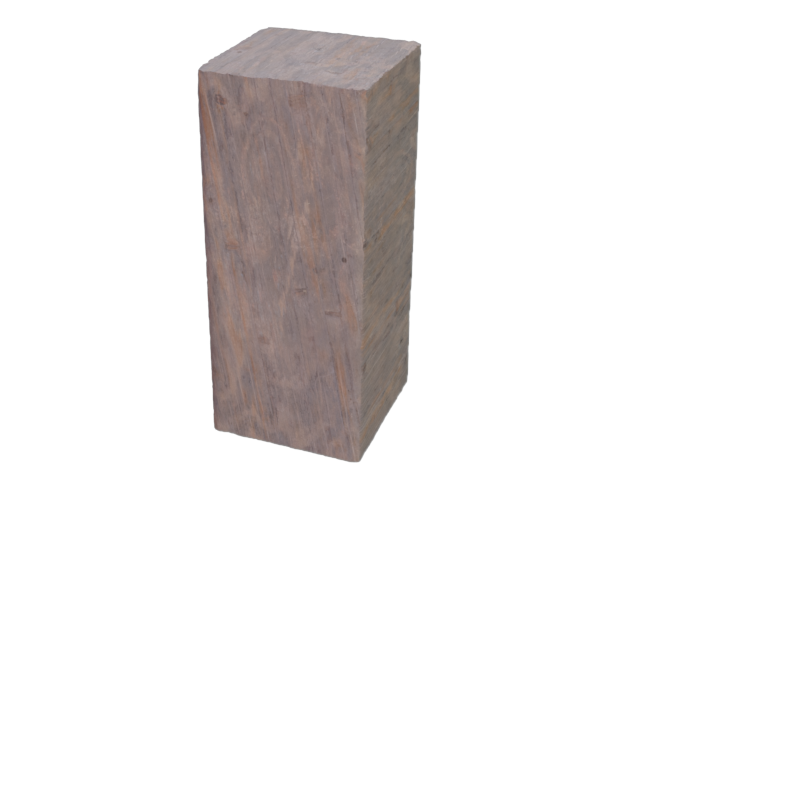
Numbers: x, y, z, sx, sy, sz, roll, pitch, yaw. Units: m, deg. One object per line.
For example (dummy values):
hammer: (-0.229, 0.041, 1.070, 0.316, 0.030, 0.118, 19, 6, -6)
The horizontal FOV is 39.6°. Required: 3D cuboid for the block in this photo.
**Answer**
block: (-0.047, -0.085, 0.594, 0.093, 0.195, 0.093, 11, 30, 16)
